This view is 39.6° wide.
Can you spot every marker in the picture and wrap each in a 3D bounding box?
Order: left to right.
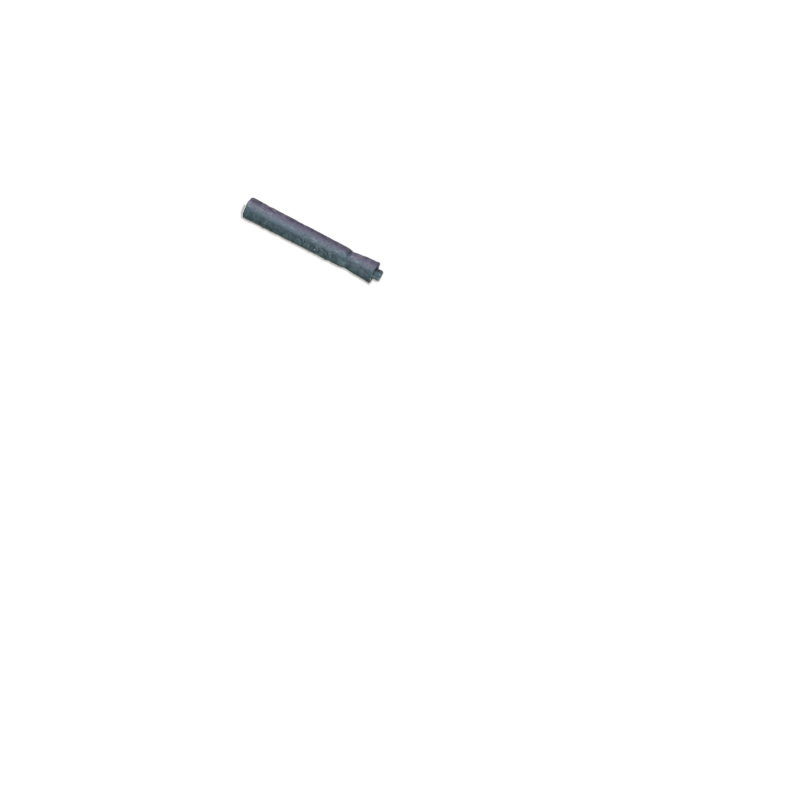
[{"bbox_3d":[-0.068,-0.125,0.875,0.124,0.020,0.019,28,8,10],"label":"marker"}]
